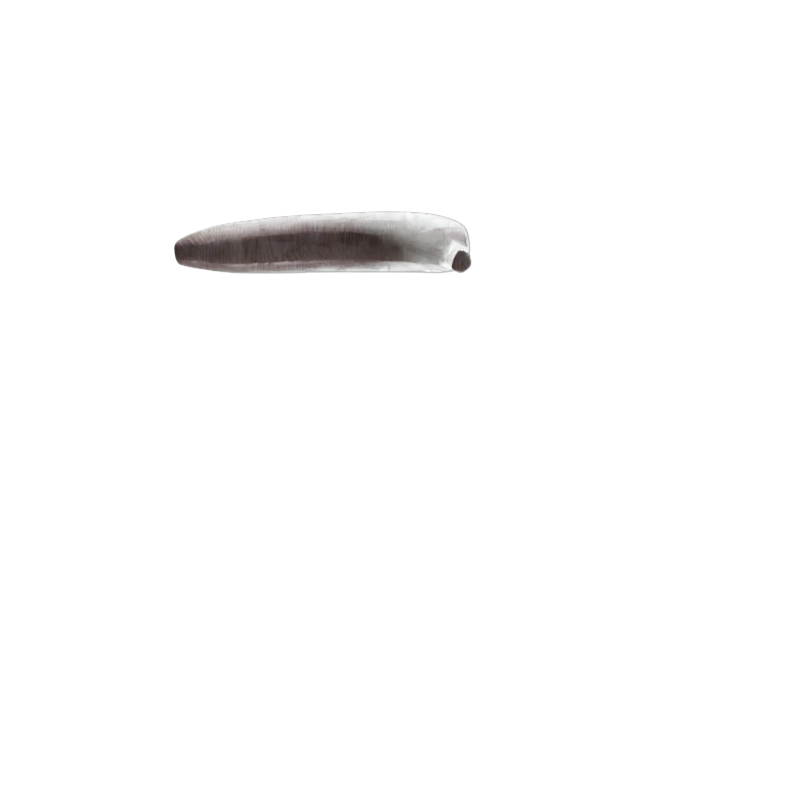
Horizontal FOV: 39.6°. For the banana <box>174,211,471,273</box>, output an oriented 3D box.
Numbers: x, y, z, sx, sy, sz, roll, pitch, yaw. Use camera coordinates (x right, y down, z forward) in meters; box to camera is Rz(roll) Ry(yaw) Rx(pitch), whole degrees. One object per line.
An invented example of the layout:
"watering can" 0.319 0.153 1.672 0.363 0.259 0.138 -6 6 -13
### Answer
"banana" -0.038 -0.093 0.655 0.205 0.037 0.067 3 6 30
